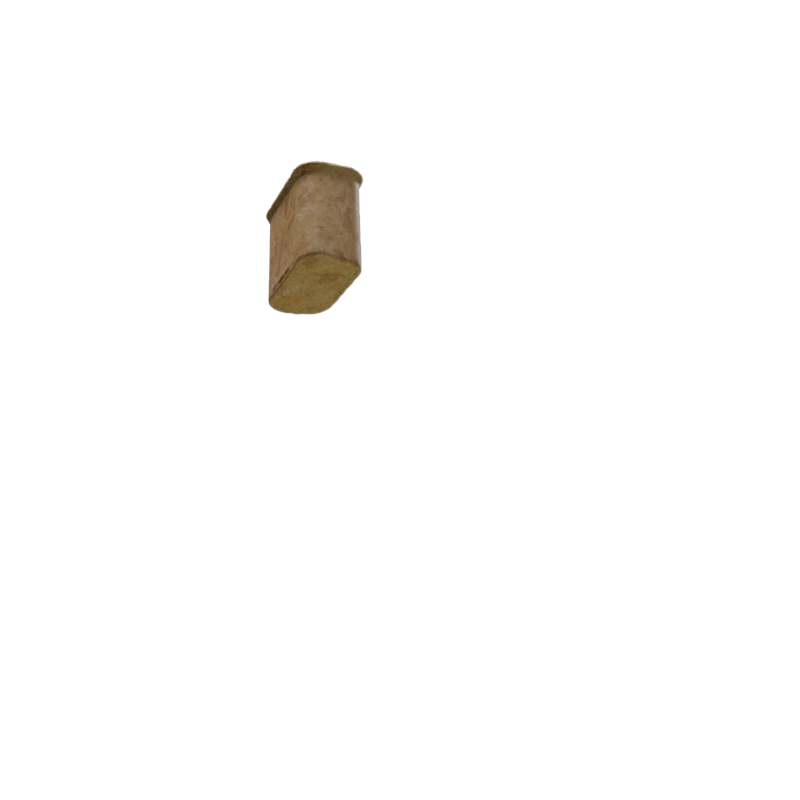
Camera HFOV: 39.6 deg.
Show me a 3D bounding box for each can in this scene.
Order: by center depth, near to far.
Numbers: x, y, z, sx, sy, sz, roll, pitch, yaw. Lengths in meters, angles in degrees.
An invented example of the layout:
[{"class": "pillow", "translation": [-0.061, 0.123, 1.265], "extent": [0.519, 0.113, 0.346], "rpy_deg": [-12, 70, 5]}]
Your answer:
[{"class": "can", "translation": [-0.068, -0.125, 0.873], "extent": [0.056, 0.089, 0.099], "rpy_deg": [10, -29, -22]}]
